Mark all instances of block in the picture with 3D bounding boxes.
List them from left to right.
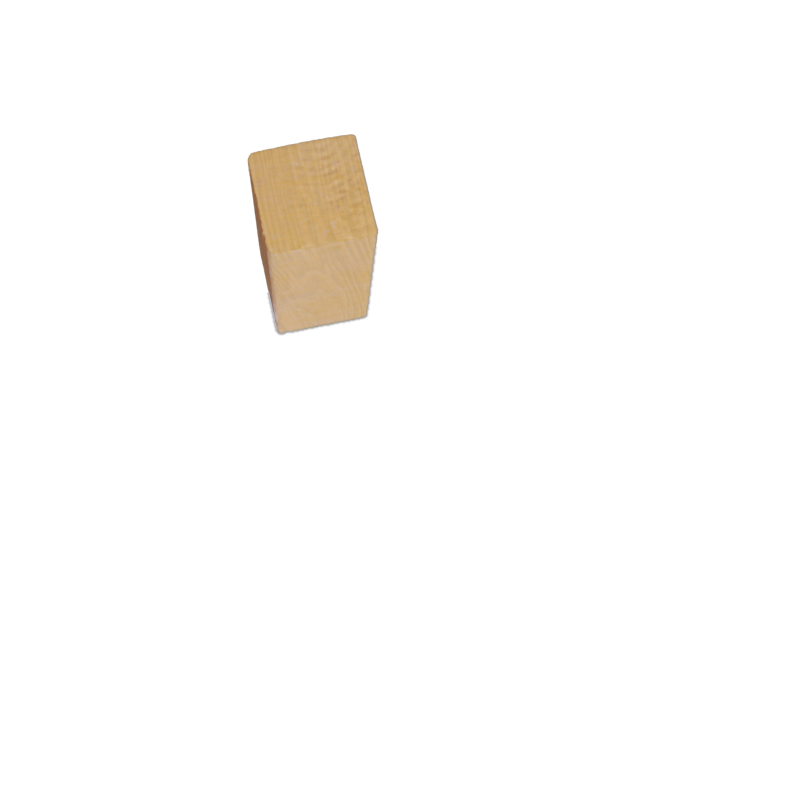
[{"bbox_3d":[-0.076,-0.137,0.958,0.090,0.095,0.198,-11,-15,-7],"label":"block"}]
